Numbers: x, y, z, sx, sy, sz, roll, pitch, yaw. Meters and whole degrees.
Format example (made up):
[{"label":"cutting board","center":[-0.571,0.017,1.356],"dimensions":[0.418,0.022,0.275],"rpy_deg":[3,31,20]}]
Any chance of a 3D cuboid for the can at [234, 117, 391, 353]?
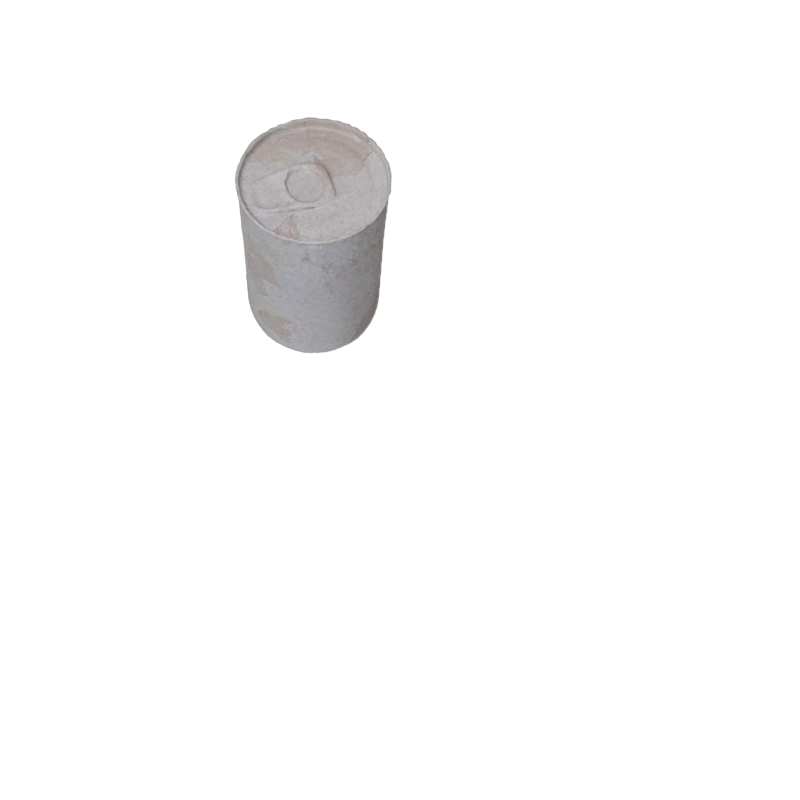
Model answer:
[{"label":"can","center":[-0.041,-0.074,0.521],"dimensions":[0.068,0.073,0.096],"rpy_deg":[0,-29,-3]}]
